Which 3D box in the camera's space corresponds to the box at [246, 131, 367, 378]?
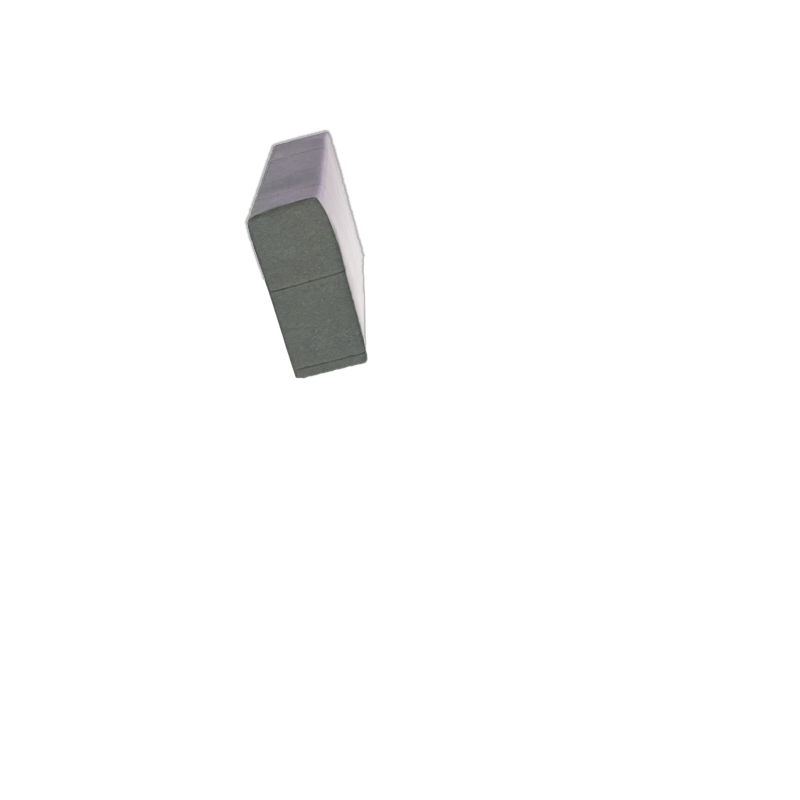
[{"bbox_3d":[-0.051,-0.092,0.644,0.048,0.089,0.184,-15,22,2],"label":"box"}]
